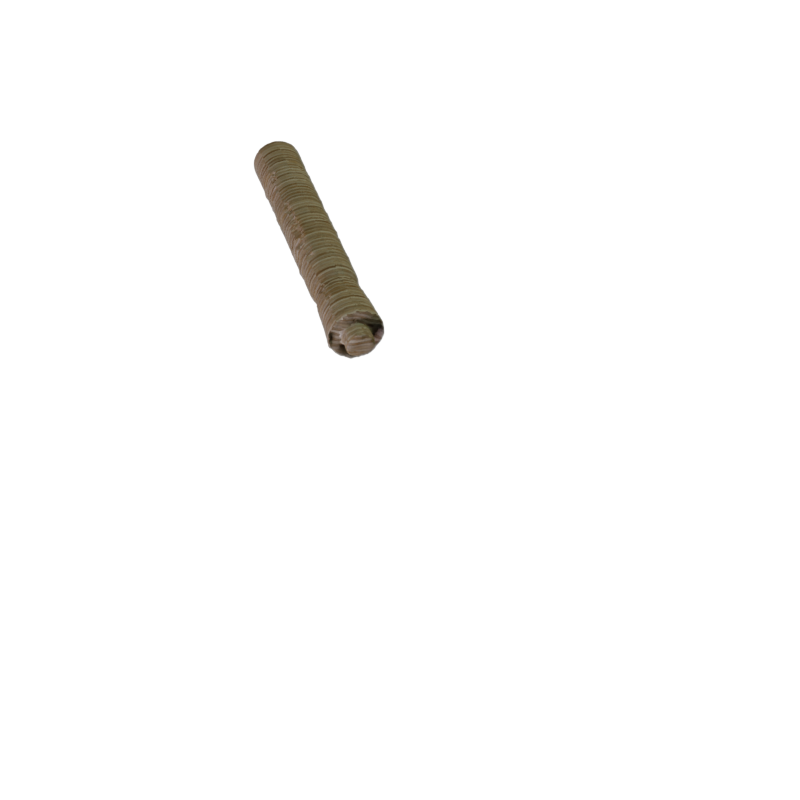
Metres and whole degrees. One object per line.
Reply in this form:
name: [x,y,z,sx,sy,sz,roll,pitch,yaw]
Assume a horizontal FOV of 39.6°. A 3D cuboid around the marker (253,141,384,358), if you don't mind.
marker: [-0.031,-0.056,0.394,0.019,0.019,0.131,-2,38,-19]
